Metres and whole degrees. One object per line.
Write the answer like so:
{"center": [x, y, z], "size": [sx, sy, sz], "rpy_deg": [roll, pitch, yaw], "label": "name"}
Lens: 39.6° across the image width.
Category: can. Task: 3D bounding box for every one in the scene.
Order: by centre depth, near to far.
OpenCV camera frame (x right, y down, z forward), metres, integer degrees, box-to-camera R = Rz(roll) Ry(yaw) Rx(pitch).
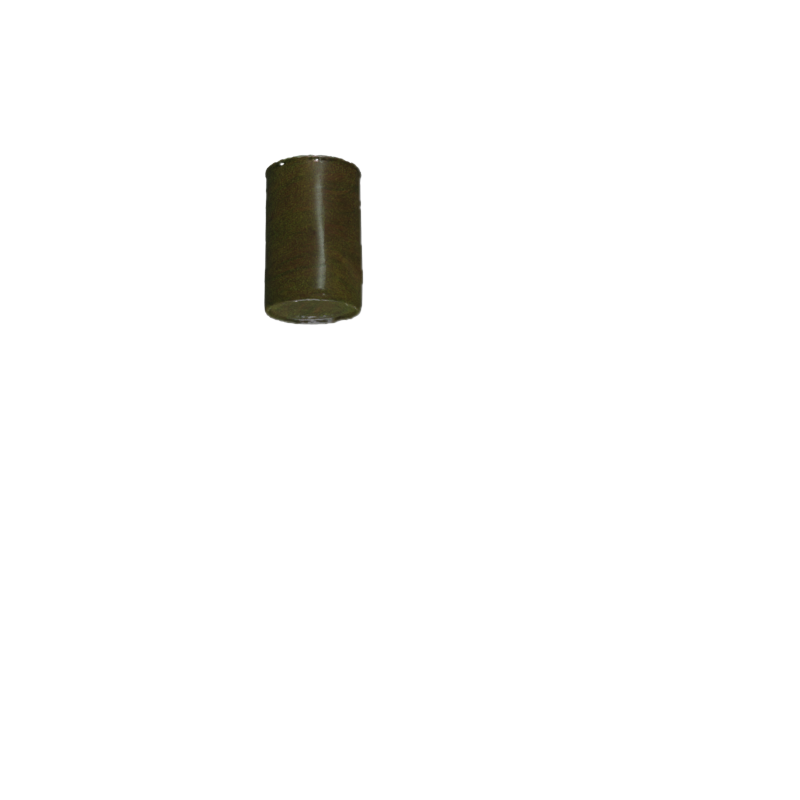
{"center": [-0.060, -0.109, 0.765], "size": [0.068, 0.106, 0.066], "rpy_deg": [0, -16, -2], "label": "can"}
